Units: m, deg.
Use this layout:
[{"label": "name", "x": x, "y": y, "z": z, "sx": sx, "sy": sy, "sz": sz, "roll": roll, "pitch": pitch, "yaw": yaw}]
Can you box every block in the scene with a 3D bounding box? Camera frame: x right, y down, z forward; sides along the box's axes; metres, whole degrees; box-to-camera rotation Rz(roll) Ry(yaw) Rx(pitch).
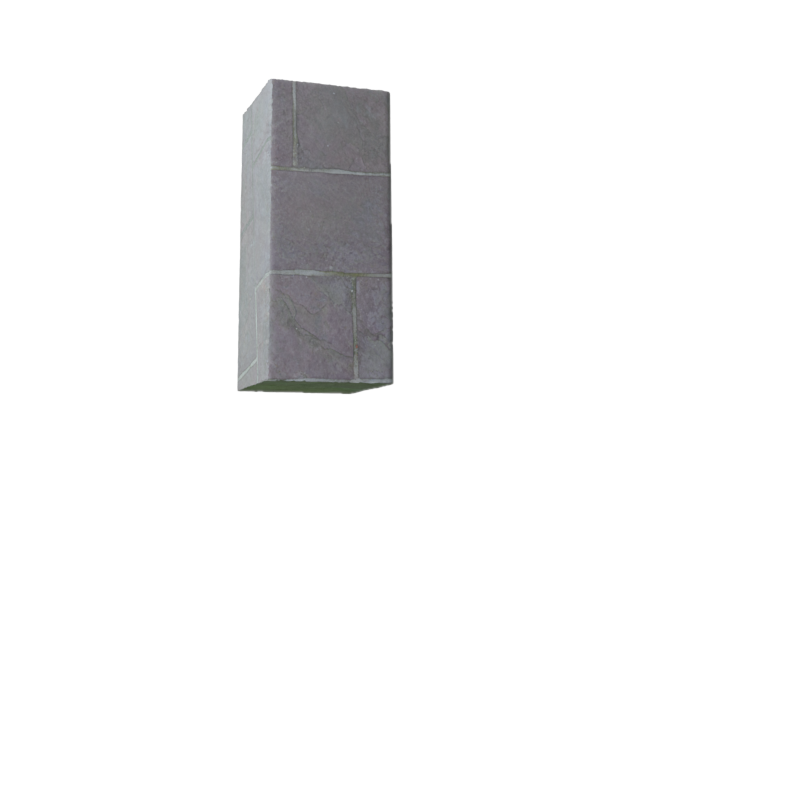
[{"label": "block", "x": -0.061, "y": -0.112, "z": 0.786, "sx": 0.088, "sy": 0.212, "sz": 0.090, "roll": 3, "pitch": -11, "yaw": -19}]
